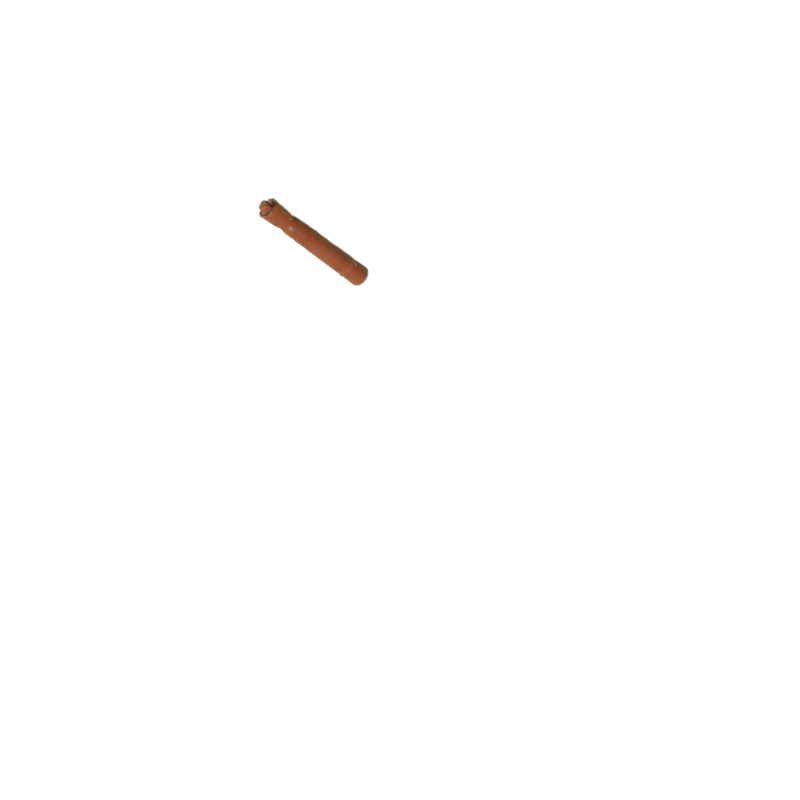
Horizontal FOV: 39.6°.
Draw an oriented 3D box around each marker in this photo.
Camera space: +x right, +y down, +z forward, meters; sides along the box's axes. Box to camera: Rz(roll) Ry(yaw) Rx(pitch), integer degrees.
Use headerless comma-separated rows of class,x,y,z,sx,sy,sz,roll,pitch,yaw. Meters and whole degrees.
marker,-0.073,-0.132,0.927,0.113,0.020,0.021,34,-18,-35
